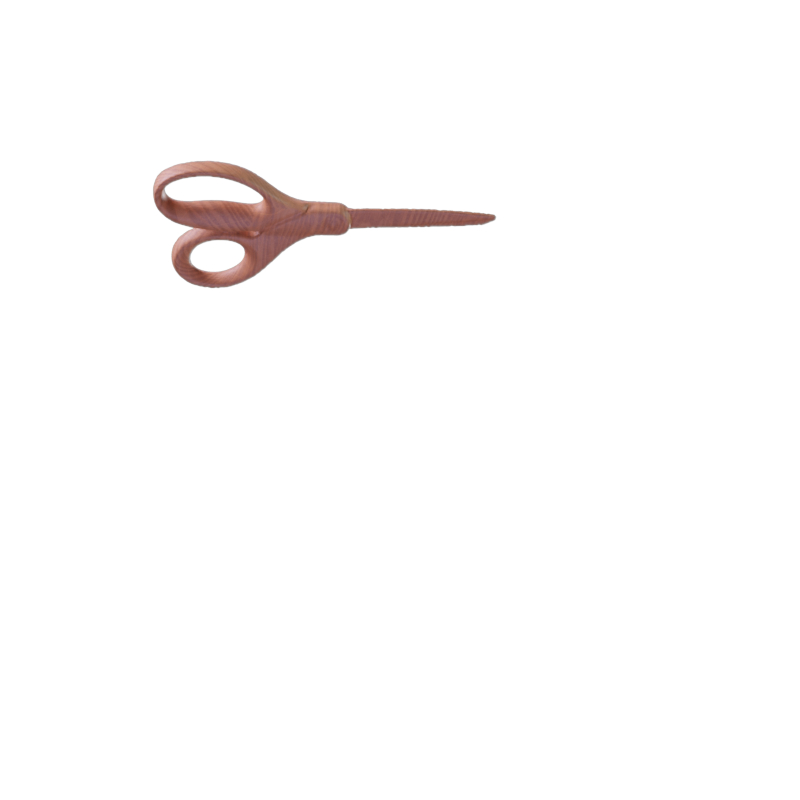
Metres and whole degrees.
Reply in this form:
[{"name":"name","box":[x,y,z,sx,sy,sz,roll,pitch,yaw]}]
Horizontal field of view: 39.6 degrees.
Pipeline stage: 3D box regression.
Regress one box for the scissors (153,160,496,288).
[{"name":"scissors","box":[-0.053,-0.096,0.673,0.198,0.091,0.017,12,40,-10]}]
